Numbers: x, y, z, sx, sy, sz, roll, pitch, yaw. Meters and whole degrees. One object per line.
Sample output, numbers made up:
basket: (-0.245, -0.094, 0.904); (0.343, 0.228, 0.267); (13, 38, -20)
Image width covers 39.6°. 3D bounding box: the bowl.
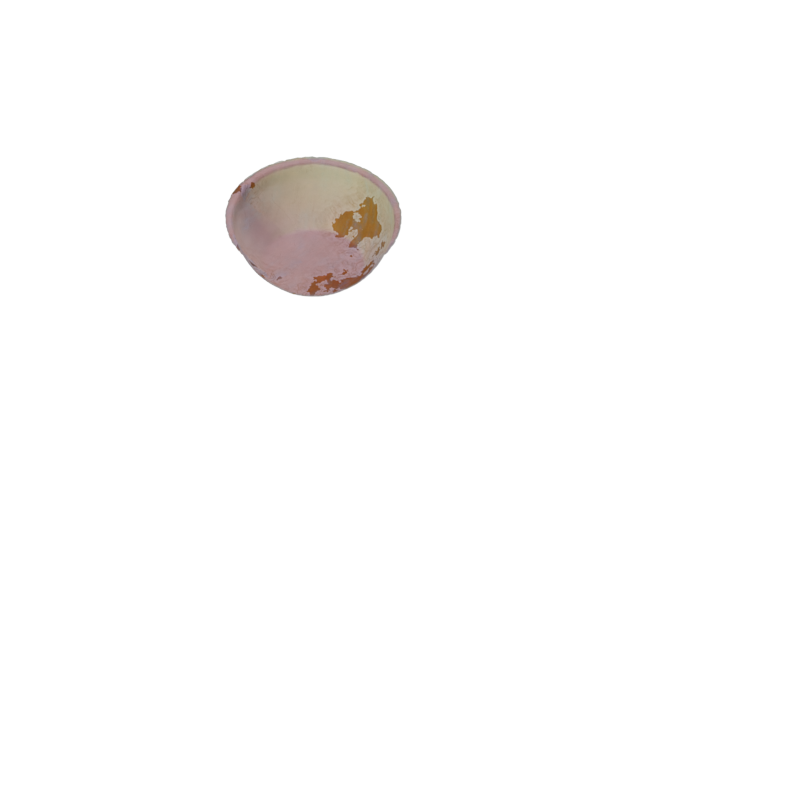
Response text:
bowl: (-0.078, -0.142, 0.996); (0.162, 0.059, 0.151); (1, -38, -2)
